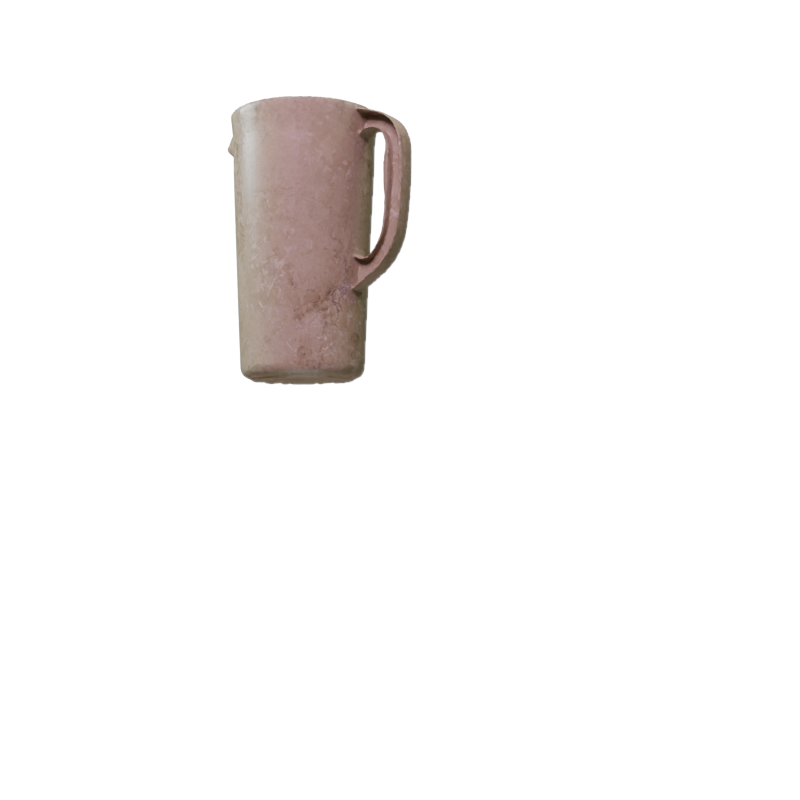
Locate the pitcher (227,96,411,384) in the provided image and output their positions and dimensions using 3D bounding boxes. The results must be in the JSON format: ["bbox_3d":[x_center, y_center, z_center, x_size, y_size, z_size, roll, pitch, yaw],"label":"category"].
[{"bbox_3d":[-0.076,-0.139,0.974,0.142,0.249,0.148,2,-9,-14],"label":"pitcher"}]
